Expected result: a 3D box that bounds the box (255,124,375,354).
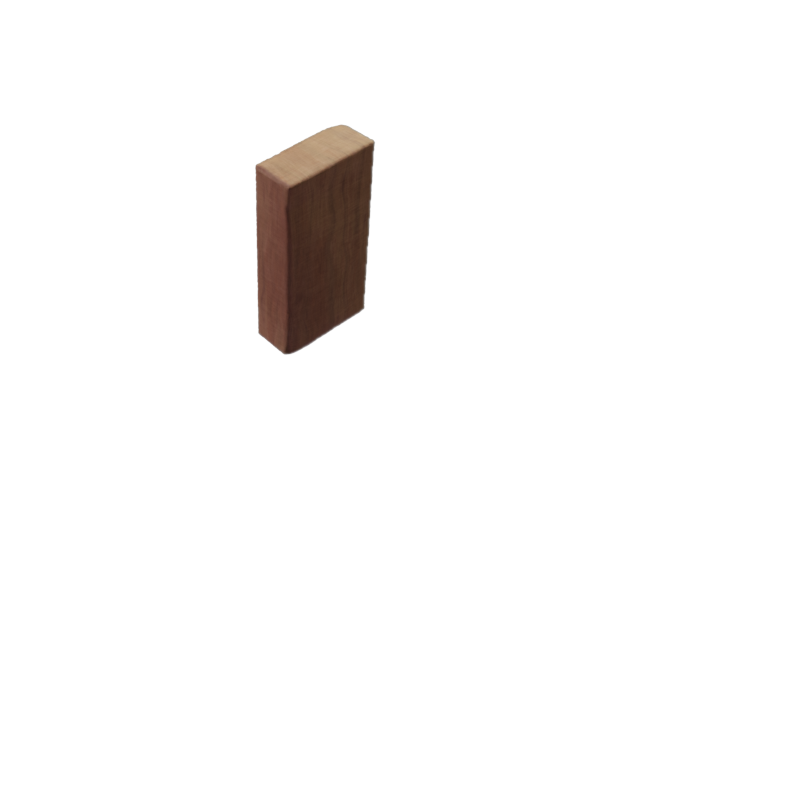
[{"bbox_3d":[-0.070,-0.127,0.891,0.051,0.164,0.094,33,49,30],"label":"box"}]
